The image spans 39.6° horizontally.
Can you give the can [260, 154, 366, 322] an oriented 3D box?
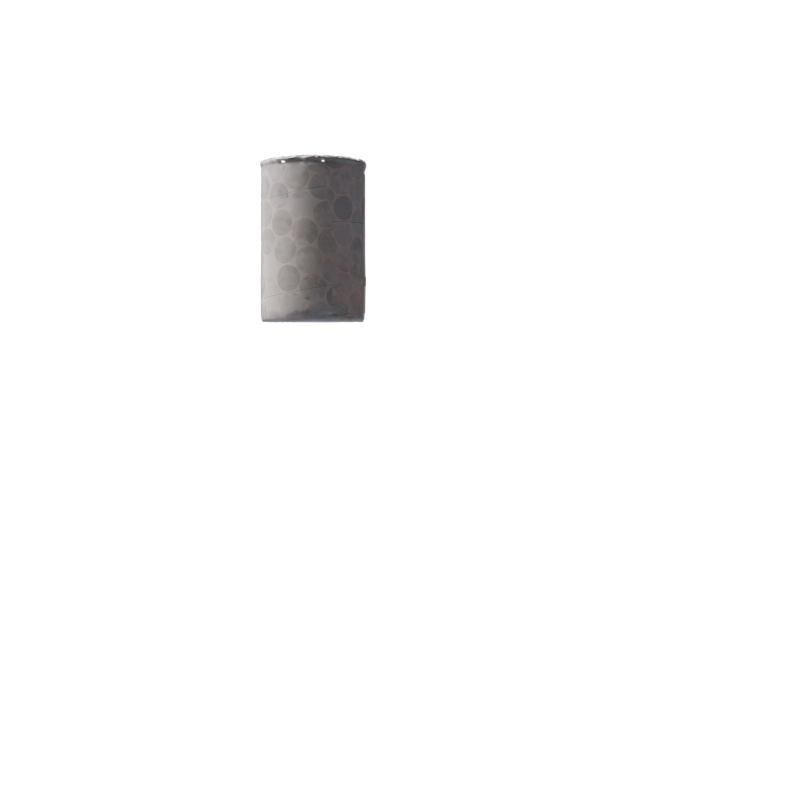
[{"bbox_3d":[-0.055,-0.101,0.706,0.068,0.103,0.068,0,-1,-2],"label":"can"}]
